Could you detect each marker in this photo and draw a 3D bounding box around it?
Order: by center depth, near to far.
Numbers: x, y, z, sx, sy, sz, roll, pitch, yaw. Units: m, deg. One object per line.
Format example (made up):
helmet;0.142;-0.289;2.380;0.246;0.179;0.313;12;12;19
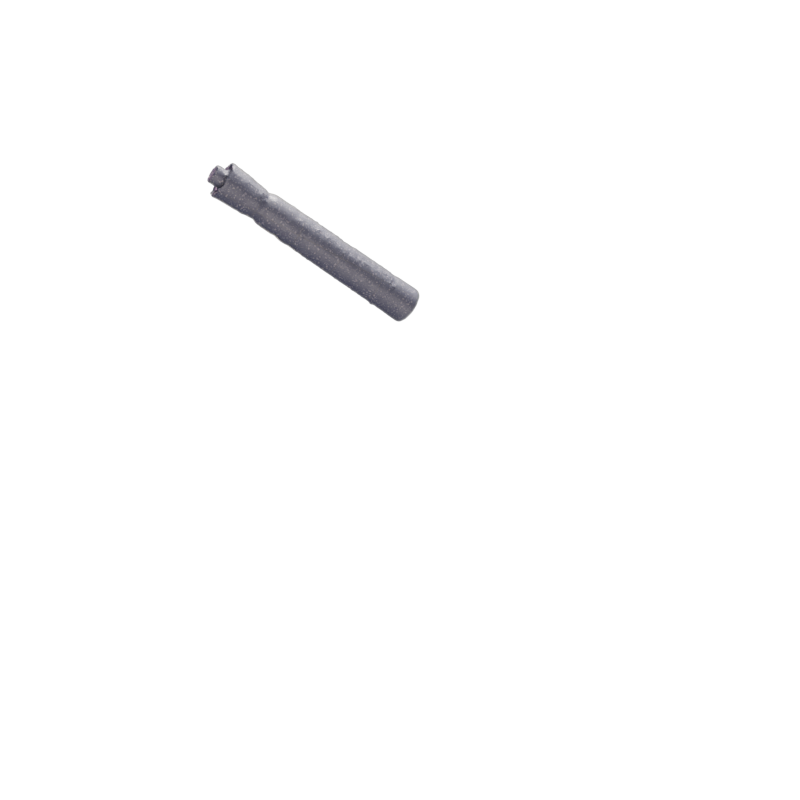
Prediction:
marker;-0.042;-0.077;0.539;0.116;0.020;0.020;33;-9;-19
